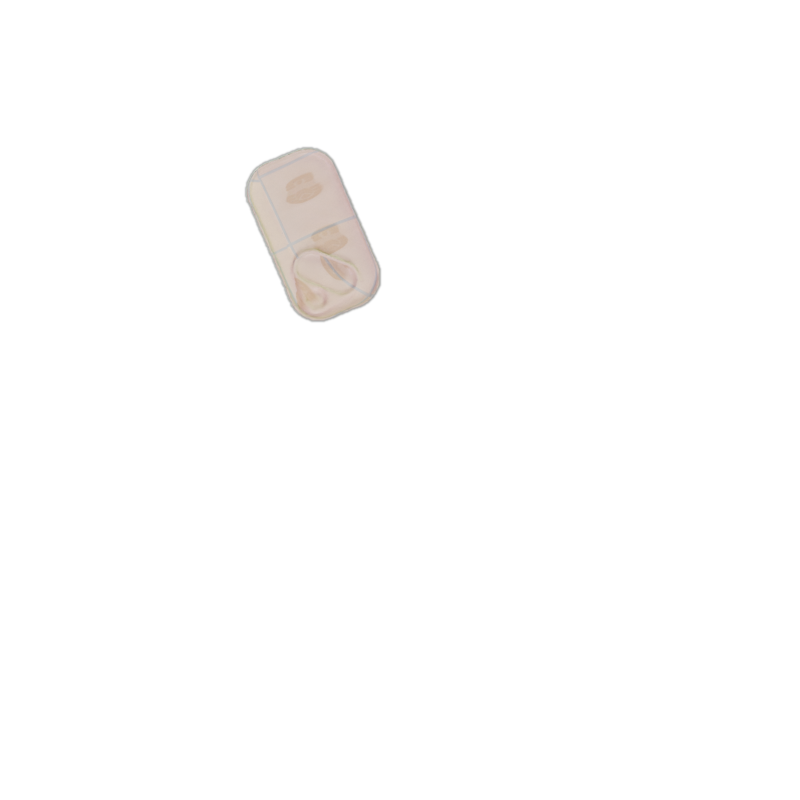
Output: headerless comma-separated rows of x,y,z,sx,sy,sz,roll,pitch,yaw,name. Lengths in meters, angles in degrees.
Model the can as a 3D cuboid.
-0.055,-0.100,0.702,0.057,0.103,0.083,-23,-2,-3,can
